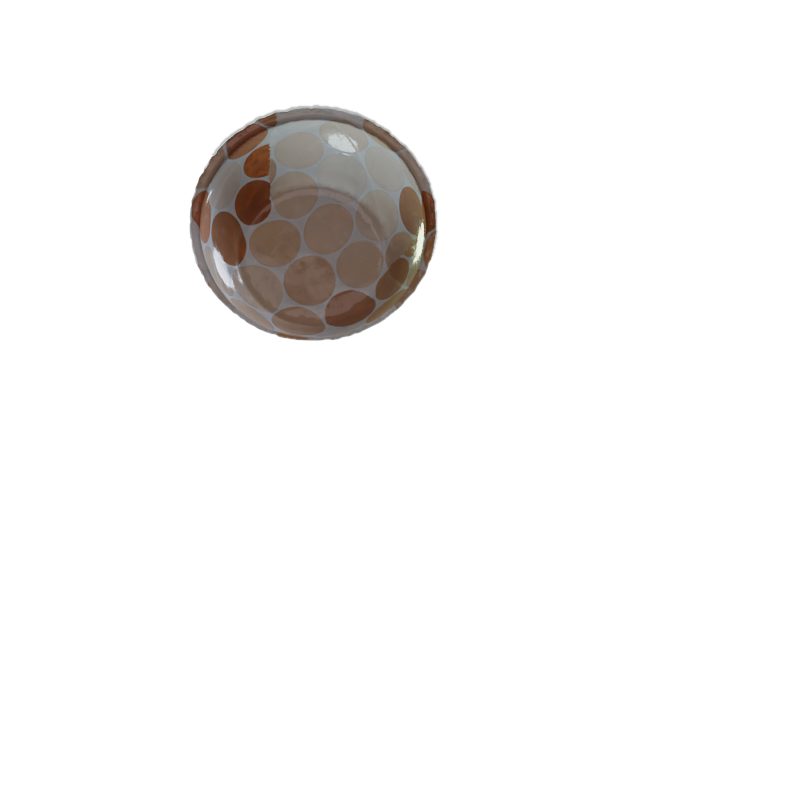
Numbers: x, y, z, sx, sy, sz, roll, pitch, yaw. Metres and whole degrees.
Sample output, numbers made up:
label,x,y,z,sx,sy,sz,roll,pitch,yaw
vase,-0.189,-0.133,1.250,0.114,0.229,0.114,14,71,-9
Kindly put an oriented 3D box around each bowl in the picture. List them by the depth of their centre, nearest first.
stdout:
label,x,y,z,sx,sy,sz,roll,pitch,yaw
bowl,-0.055,-0.100,0.699,0.162,0.154,0.058,1,22,-1
